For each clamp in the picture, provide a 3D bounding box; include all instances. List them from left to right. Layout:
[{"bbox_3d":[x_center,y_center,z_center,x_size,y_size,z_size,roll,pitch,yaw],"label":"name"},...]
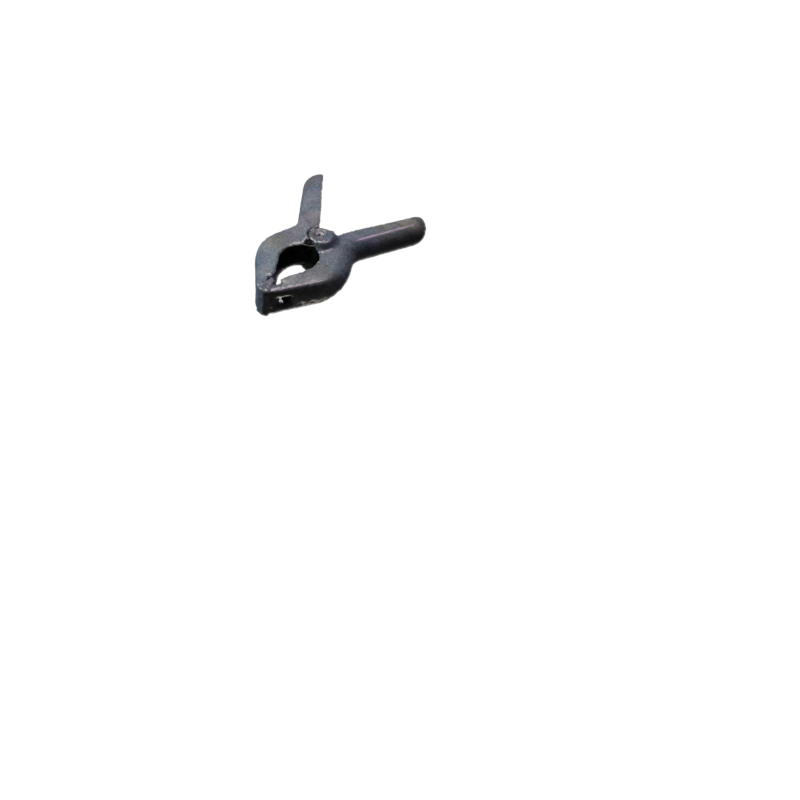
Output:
[{"bbox_3d":[-0.073,-0.134,0.935,0.128,0.037,0.173,28,47,30],"label":"clamp"}]
